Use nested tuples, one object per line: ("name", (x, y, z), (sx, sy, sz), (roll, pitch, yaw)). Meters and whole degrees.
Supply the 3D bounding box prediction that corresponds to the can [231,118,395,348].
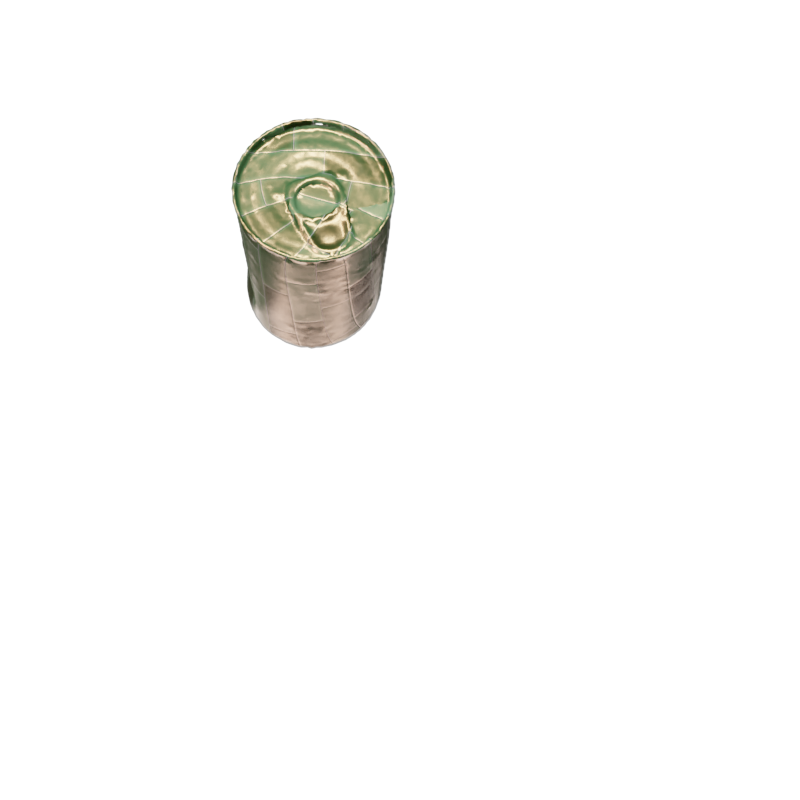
("can", (-0.039, -0.072, 0.504), (0.068, 0.072, 0.097), (0, -22, -3))
